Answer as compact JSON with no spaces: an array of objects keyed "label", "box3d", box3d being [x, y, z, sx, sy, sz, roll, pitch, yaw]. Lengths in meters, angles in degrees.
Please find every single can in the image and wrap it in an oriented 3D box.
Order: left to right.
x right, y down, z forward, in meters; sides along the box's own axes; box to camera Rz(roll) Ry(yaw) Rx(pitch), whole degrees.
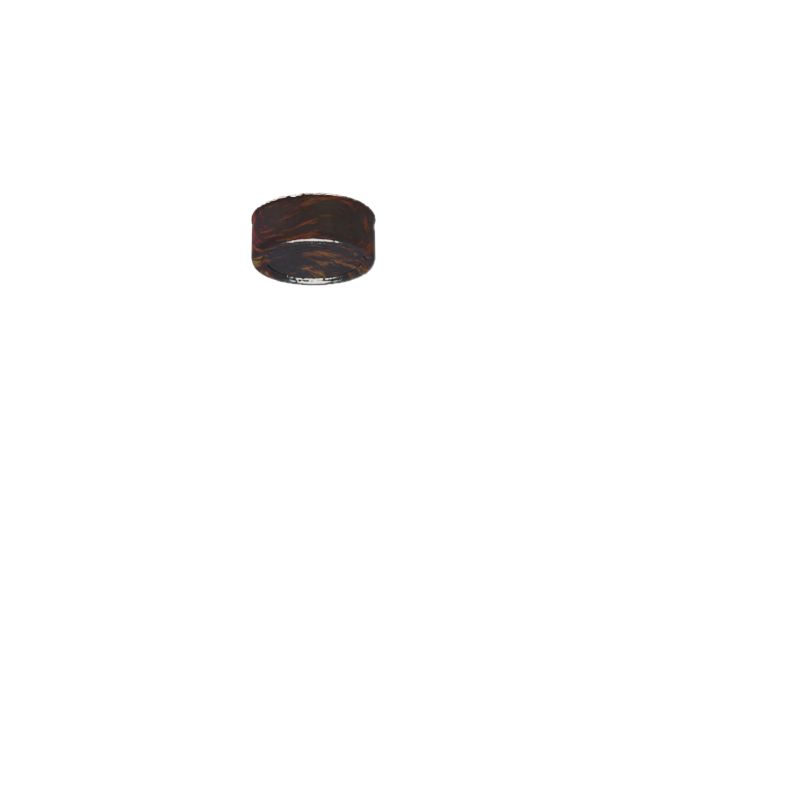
[{"label":"can","box3d":[-0.059,-0.108,0.756,0.086,0.035,0.082,0,-17,-2]}]
